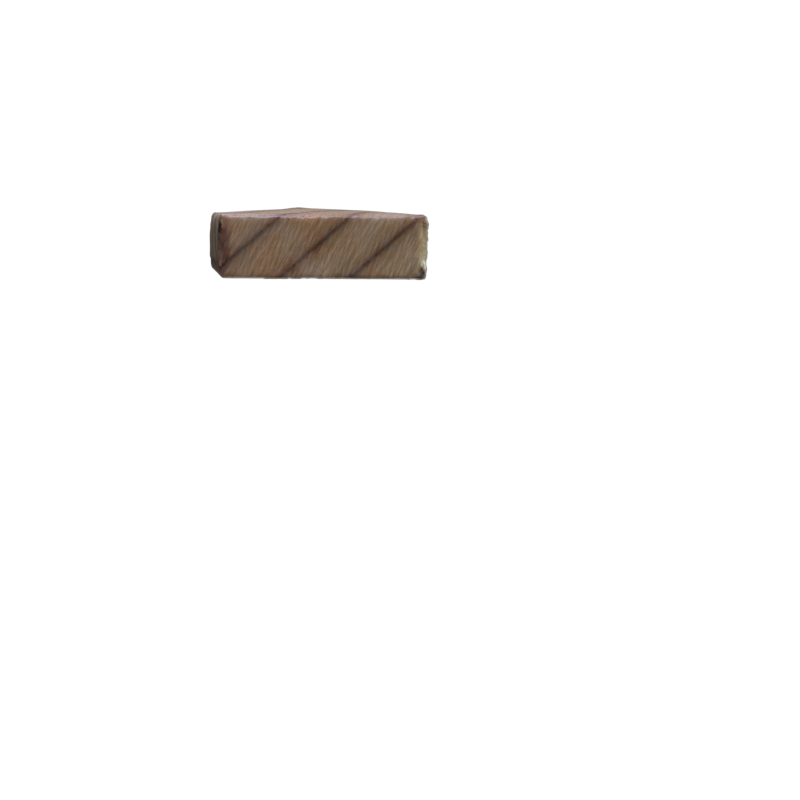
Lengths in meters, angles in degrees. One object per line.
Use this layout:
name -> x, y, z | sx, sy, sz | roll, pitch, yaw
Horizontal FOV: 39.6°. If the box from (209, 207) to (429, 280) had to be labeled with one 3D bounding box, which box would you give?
box -> -0.038, -0.070, 0.493 | 0.088, 0.030, 0.075 | -2, 9, -10
